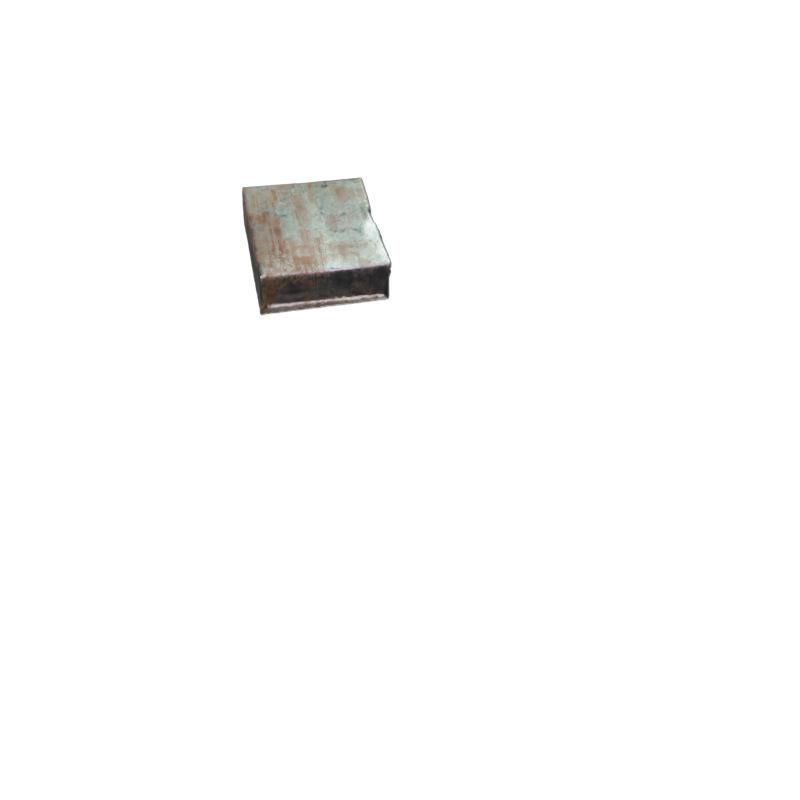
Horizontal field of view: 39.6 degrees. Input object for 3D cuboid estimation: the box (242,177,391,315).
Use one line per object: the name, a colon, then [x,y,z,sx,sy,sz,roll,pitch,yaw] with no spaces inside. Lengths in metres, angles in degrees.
box: [-0.050,-0.090,0.633,0.072,0.028,0.096,-7,42,-8]
